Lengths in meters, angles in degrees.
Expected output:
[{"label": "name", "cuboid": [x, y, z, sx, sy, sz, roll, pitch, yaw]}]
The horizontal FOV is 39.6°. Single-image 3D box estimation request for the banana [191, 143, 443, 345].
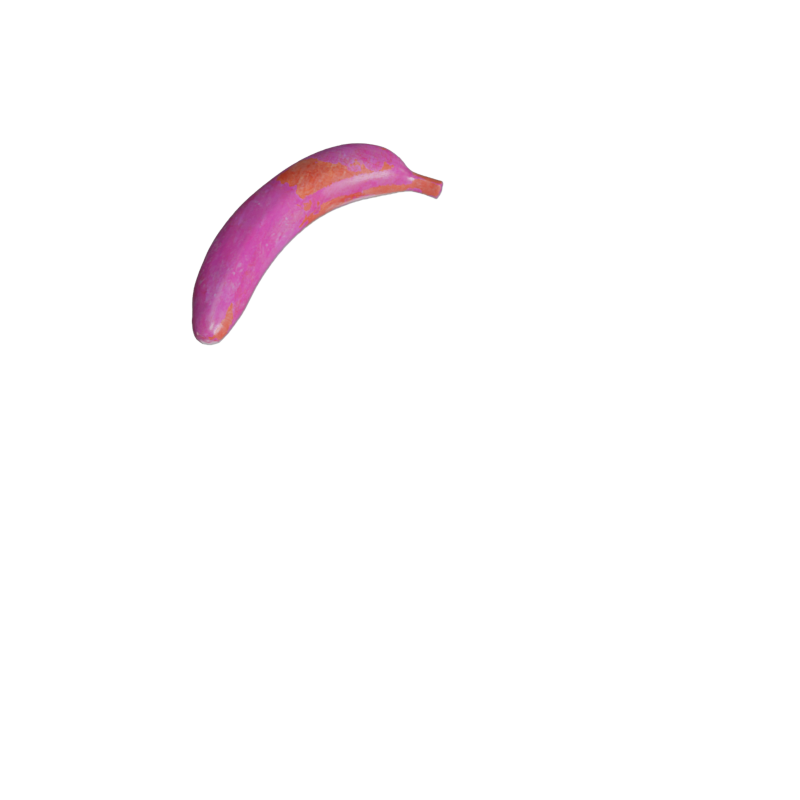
[{"label": "banana", "cuboid": [-0.063, -0.109, 0.678, 0.199, 0.034, 0.074, -38, 61, -26]}]
